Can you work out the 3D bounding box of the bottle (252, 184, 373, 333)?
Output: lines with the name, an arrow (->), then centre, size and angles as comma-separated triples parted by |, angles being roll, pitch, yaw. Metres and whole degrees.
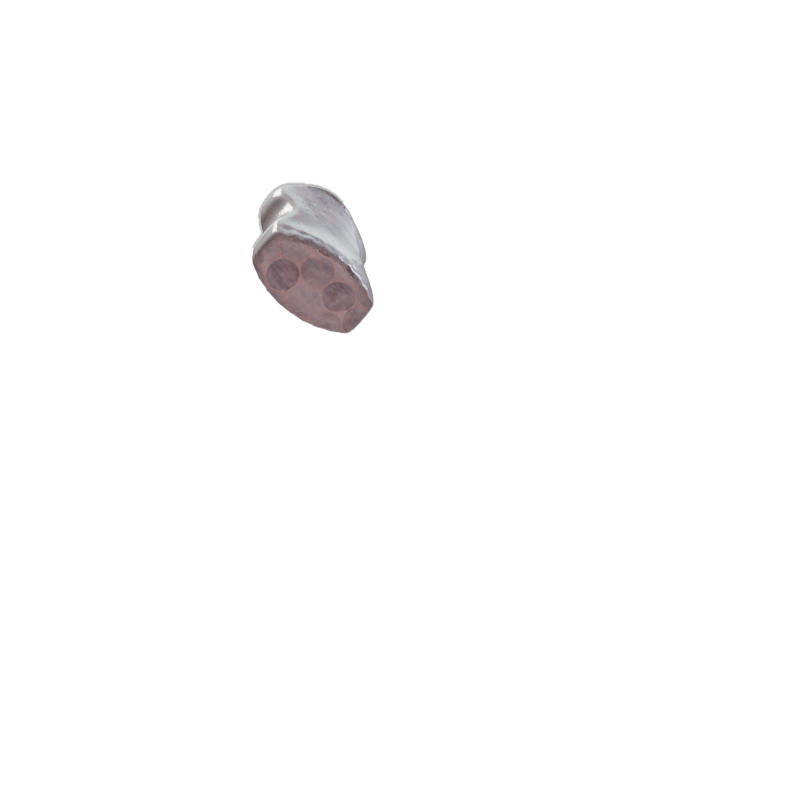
bottle -> -0.070, -0.129, 0.898 | 0.093, 0.057, 0.202 | 33, 20, -18
